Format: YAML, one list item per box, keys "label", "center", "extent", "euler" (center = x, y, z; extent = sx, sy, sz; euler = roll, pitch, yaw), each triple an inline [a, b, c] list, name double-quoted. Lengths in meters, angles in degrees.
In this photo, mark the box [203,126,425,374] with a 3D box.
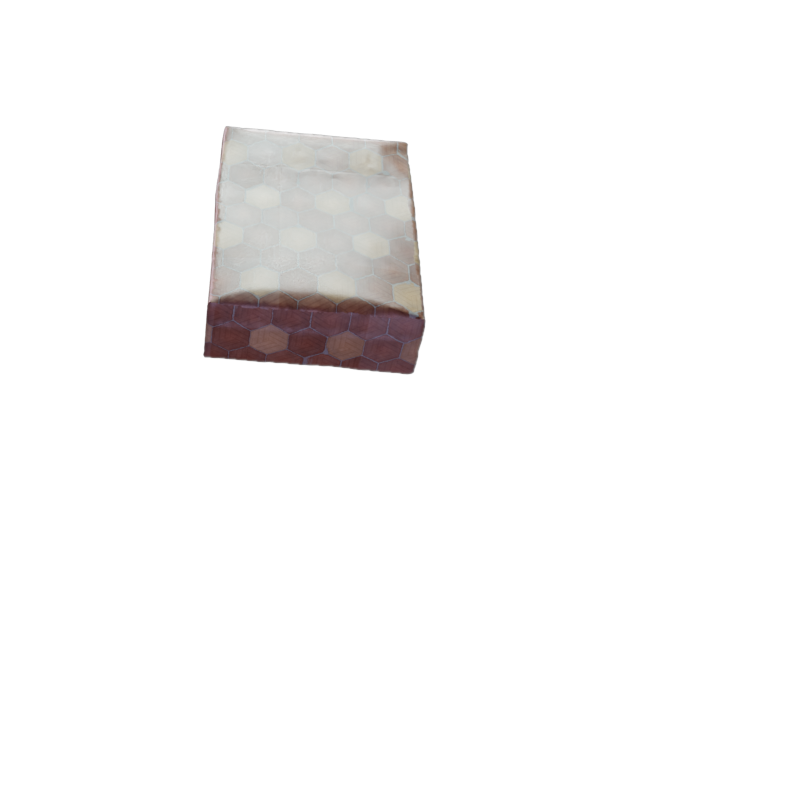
- label: "box"
  center: [-0.070, -0.128, 0.897]
  extent: [0.163, 0.230, 0.067]
  euler: [3, -43, -7]
